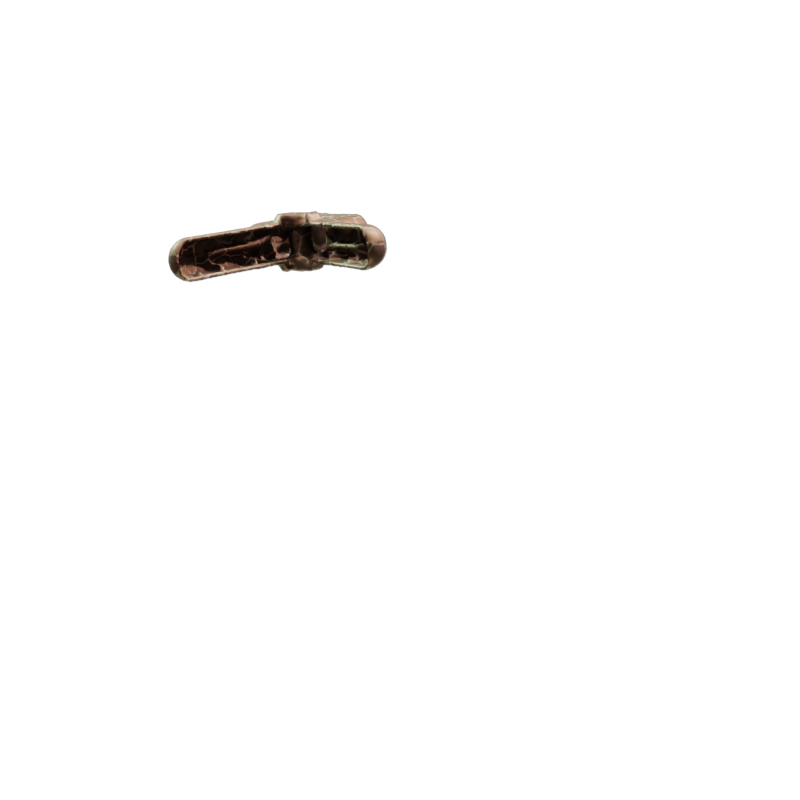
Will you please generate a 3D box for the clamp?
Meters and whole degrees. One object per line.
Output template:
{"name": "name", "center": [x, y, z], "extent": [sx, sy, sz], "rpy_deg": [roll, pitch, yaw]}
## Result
{"name": "clamp", "center": [-0.052, -0.095, 0.668], "extent": [0.123, 0.038, 0.172], "rpy_deg": [4, 16, 15]}
